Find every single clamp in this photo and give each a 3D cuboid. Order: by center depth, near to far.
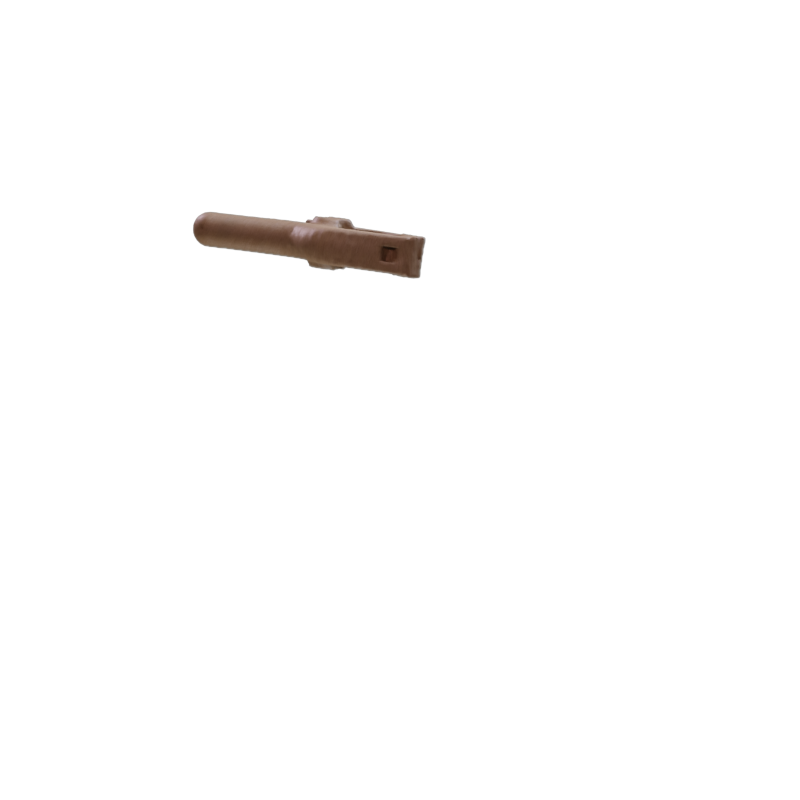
[{"bbox_3d":[-0.060,-0.109,0.764,0.116,0.038,0.180,-9,15,-37],"label":"clamp"}]
